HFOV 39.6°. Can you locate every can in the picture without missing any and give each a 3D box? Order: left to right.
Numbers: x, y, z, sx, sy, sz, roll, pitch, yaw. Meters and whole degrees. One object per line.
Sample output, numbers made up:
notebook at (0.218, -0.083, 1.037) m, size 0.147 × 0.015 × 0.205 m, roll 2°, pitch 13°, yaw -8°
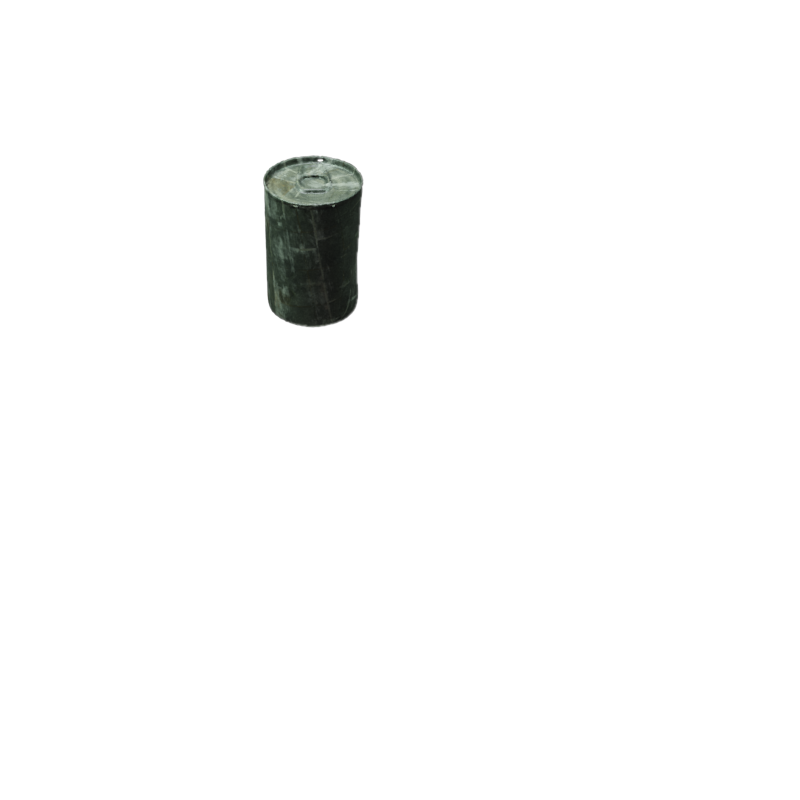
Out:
can at (-0.061, -0.111, 0.777) m, size 0.068 × 0.096 × 0.073 m, roll 0°, pitch 37°, yaw -3°
